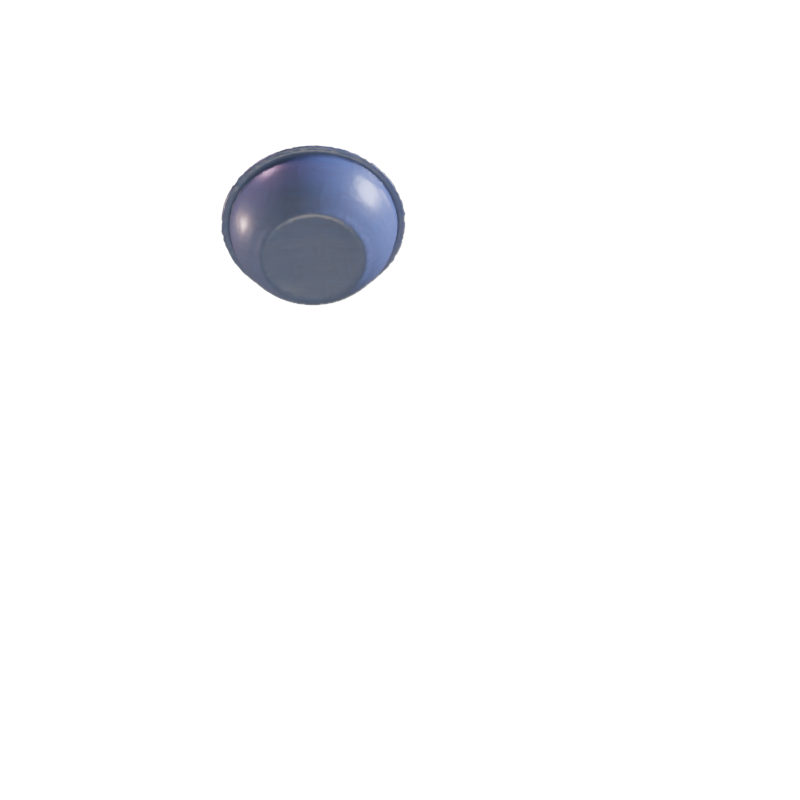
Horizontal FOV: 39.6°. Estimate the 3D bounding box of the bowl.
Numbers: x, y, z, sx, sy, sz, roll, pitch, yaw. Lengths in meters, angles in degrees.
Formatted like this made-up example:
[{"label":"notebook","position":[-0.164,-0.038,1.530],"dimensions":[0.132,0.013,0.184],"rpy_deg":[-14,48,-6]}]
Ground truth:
[{"label":"bowl","position":[-0.075,-0.136,0.954],"dimensions":[0.162,0.152,0.059],"rpy_deg":[1,37,-1]}]
